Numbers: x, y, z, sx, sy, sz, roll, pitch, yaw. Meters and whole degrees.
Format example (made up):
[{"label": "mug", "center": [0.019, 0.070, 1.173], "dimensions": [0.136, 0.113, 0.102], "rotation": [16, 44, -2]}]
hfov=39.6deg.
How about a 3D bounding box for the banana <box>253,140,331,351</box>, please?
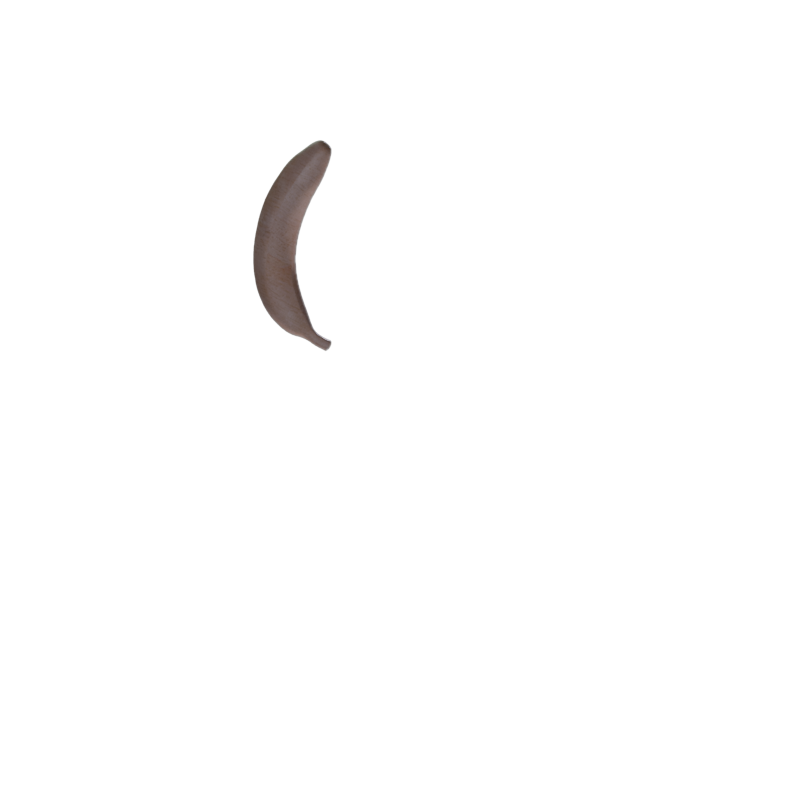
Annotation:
[{"label": "banana", "center": [-0.095, -0.135, 0.972], "dimensions": [0.069, 0.187, 0.039], "rotation": [1, 27, -1]}]
